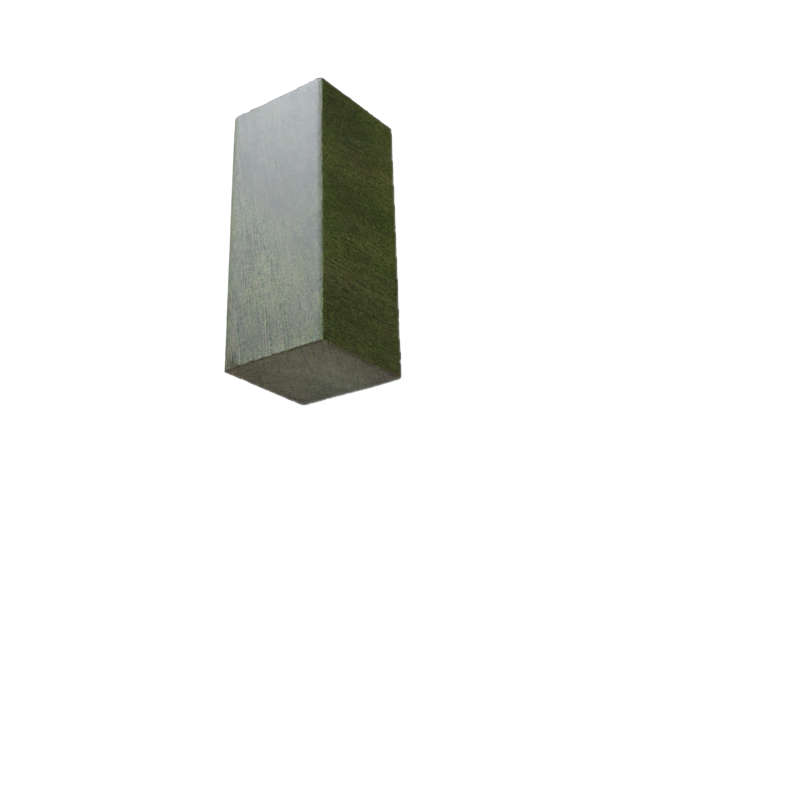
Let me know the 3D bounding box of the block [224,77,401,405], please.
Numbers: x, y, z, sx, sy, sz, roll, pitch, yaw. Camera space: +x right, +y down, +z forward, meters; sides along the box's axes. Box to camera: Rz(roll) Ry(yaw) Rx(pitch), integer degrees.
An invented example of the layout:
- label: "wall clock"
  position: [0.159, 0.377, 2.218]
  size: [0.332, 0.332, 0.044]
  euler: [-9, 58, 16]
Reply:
- label: "block"
  position: [-0.063, -0.114, 0.801]
  size: [0.091, 0.218, 0.085]
  euler: [-20, -31, 32]
